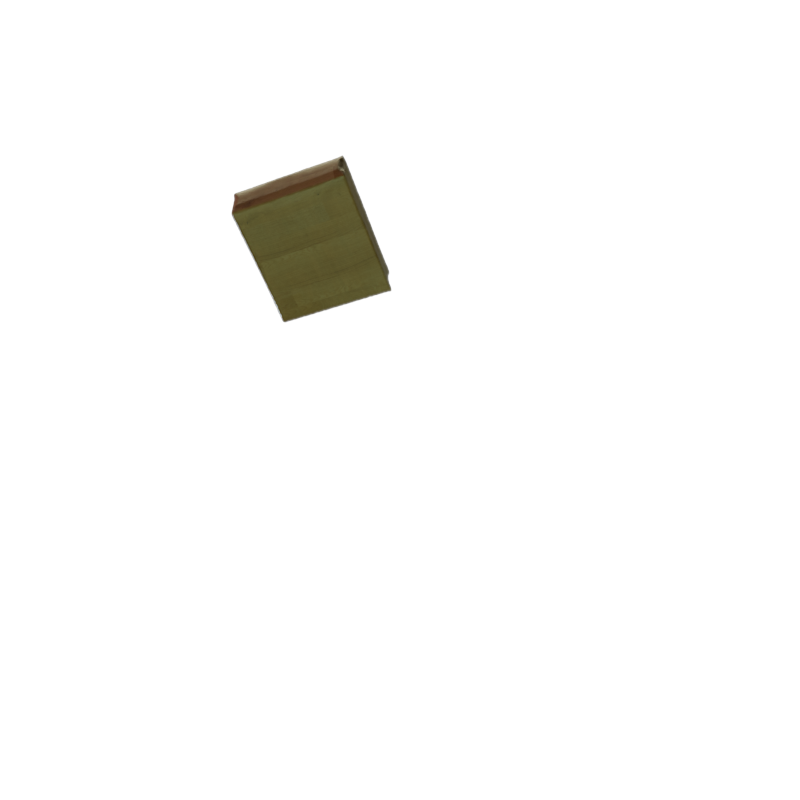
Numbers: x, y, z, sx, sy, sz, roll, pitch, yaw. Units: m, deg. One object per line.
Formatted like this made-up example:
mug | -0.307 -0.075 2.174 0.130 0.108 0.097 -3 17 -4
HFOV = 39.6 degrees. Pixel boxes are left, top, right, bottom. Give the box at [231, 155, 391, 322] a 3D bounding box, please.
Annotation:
box | -0.054 -0.098 0.687 0.073 0.083 0.032 -17 31 10
